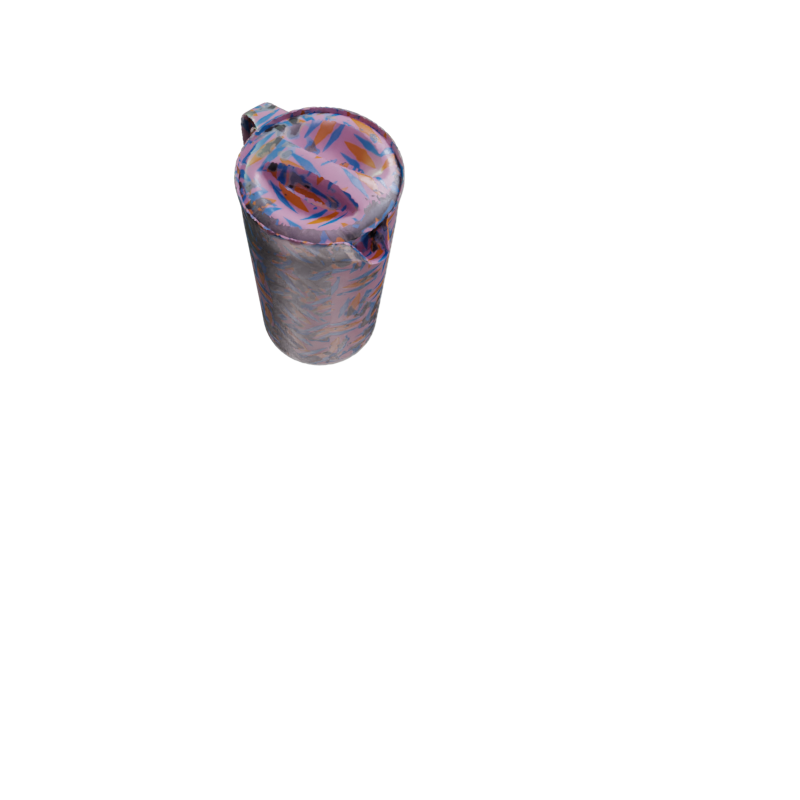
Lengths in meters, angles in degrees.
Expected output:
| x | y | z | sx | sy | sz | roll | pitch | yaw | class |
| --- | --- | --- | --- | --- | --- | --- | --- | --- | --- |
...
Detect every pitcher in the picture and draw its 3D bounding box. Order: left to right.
| x | y | z | sx | sy | sz | roll | pitch | yaw | class |
| --- | --- | --- | --- | --- | --- | --- | --- | --- | --- |
| -0.075 | -0.137 | 0.961 | 0.146 | 0.158 | 0.229 | 9 | -28 | 1 | pitcher |
